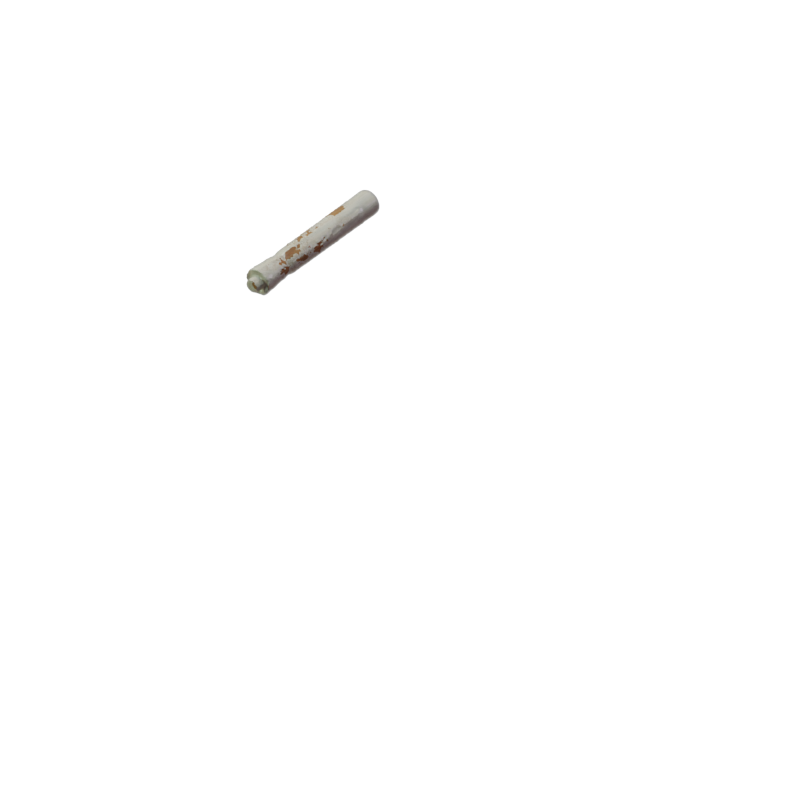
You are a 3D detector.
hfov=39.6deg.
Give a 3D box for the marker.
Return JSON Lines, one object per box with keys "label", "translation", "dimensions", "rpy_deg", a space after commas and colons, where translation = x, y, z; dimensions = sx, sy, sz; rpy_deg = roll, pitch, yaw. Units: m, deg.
{"label": "marker", "translation": [-0.057, -0.103, 0.723], "dimensions": [0.021, 0.019, 0.123], "rpy_deg": [3, 34, 42]}
